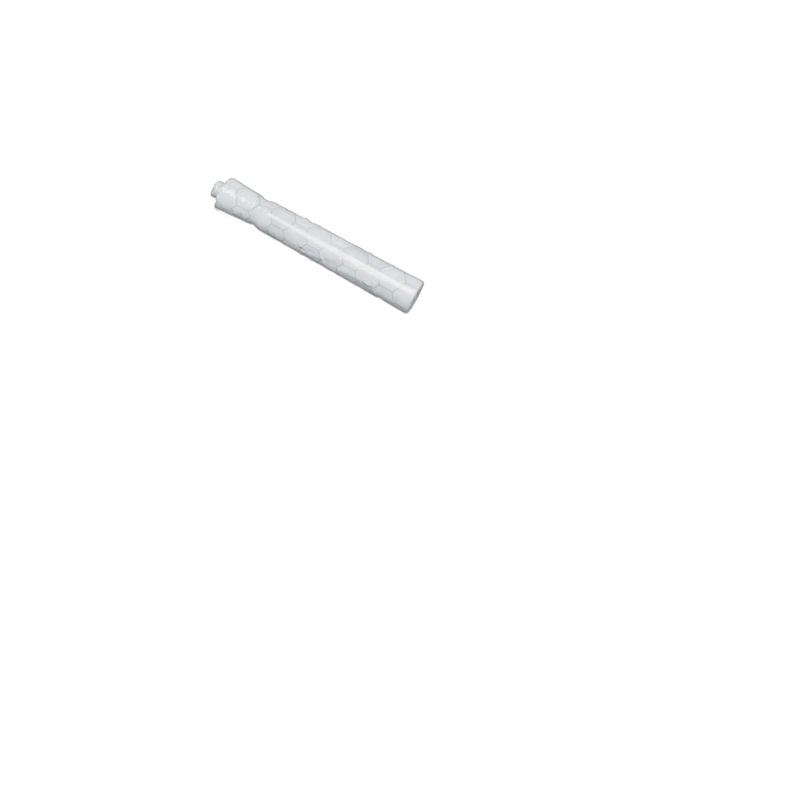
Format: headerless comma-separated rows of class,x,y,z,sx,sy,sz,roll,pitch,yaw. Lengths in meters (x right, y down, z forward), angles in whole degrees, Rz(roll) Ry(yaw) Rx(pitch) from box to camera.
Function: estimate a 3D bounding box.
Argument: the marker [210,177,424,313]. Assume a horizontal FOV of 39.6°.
marker,-0.045,-0.082,0.572,0.124,0.019,0.019,30,9,11
